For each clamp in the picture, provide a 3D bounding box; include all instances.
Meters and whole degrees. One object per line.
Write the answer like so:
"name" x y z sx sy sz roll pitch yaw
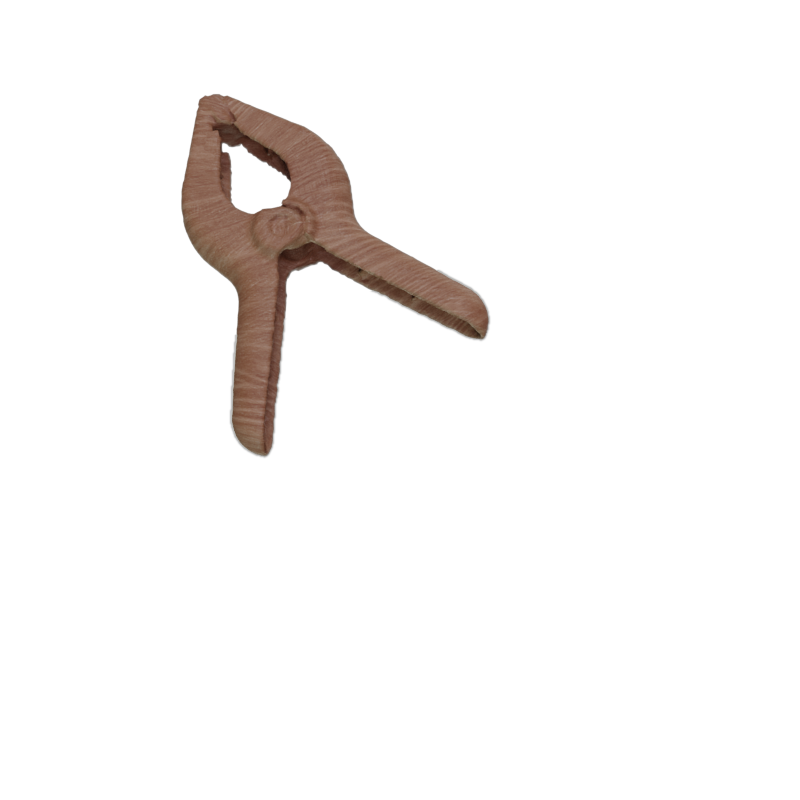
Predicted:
"clamp" -0.040 -0.072 0.505 0.119 0.181 0.037 -18 -20 -7
